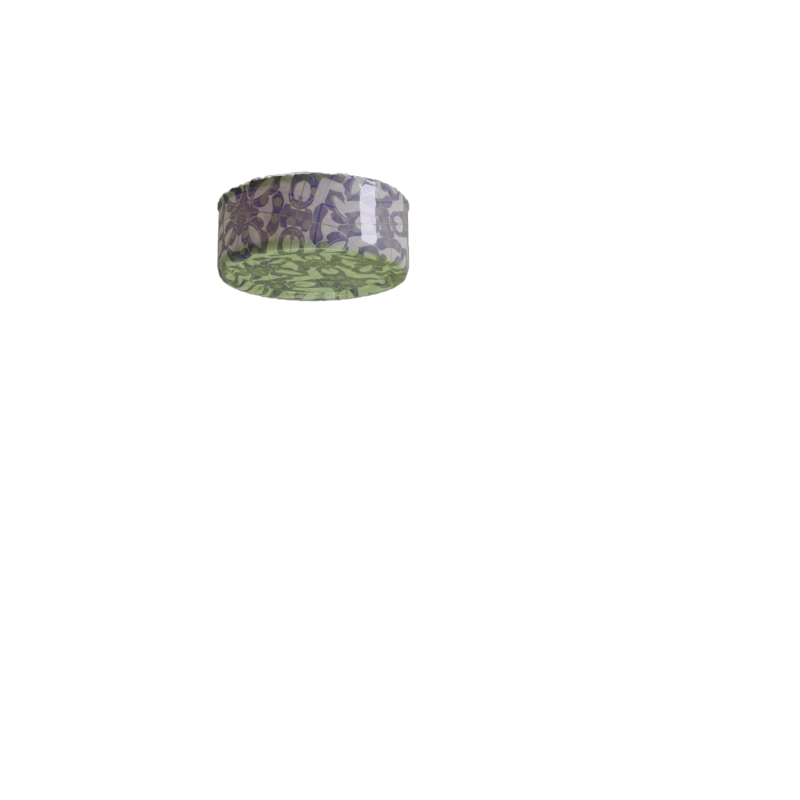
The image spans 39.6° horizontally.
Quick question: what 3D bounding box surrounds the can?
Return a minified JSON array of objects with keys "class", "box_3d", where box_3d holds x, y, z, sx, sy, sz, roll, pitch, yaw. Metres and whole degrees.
[{"class":"can","box_3d":[-0.038,-0.070,0.491,0.086,0.035,0.083,0,-11,-2]}]
